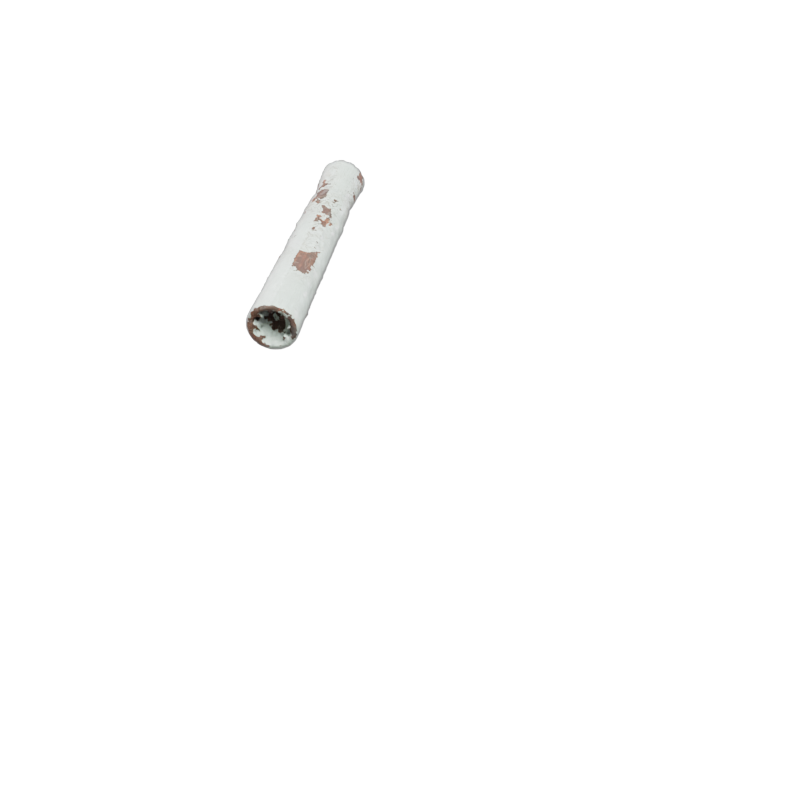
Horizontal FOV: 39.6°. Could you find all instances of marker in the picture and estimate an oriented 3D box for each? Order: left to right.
[{"bbox_3d":[-0.034,-0.061,0.428,0.020,0.018,0.127,0,35,12],"label":"marker"}]
